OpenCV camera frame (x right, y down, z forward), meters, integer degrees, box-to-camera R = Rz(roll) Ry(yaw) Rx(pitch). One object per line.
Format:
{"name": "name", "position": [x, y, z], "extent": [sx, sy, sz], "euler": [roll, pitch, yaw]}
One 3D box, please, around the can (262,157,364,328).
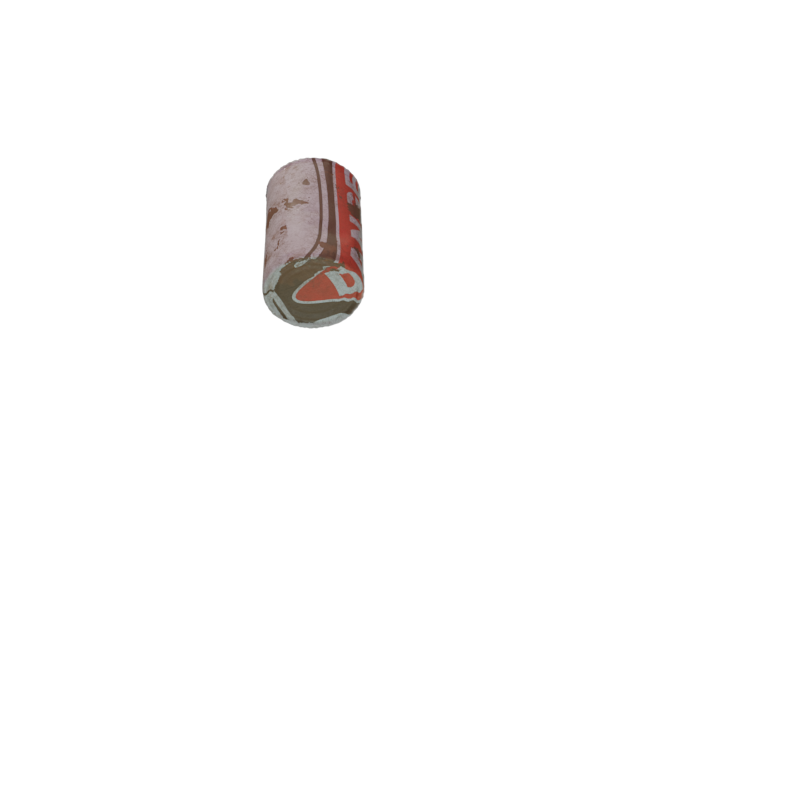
{"name": "can", "position": [-0.059, -0.108, 0.754], "extent": [0.068, 0.110, 0.064], "euler": [-1, -44, -3]}
